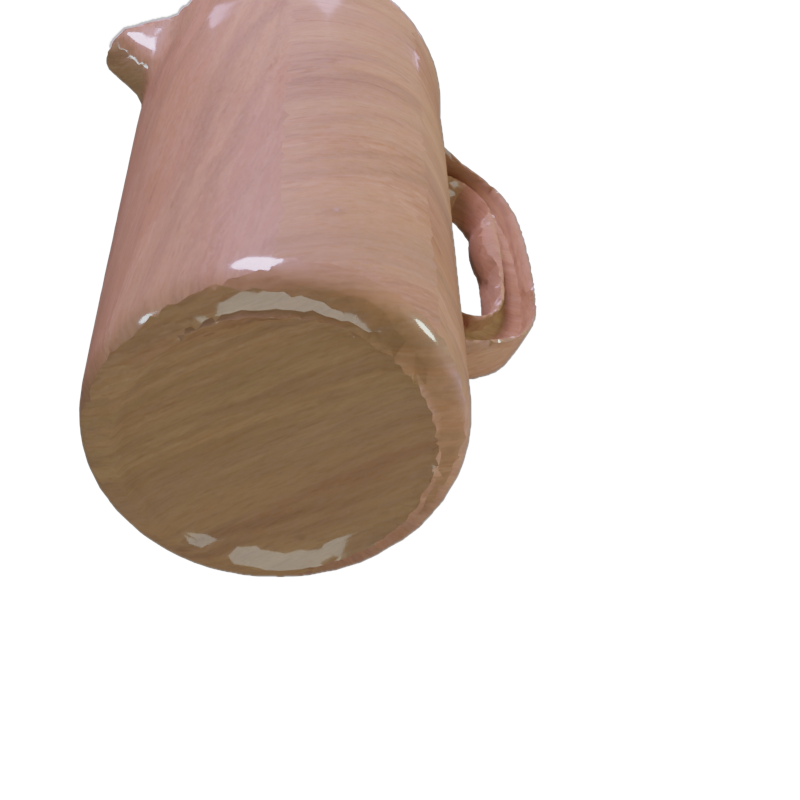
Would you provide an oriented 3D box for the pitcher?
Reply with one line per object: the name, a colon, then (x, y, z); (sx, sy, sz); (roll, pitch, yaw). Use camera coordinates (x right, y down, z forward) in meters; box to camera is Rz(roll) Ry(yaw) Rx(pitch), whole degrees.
pitcher: (-0.031, -0.057, 0.402); (0.150, 0.135, 0.259); (-16, 34, 7)
